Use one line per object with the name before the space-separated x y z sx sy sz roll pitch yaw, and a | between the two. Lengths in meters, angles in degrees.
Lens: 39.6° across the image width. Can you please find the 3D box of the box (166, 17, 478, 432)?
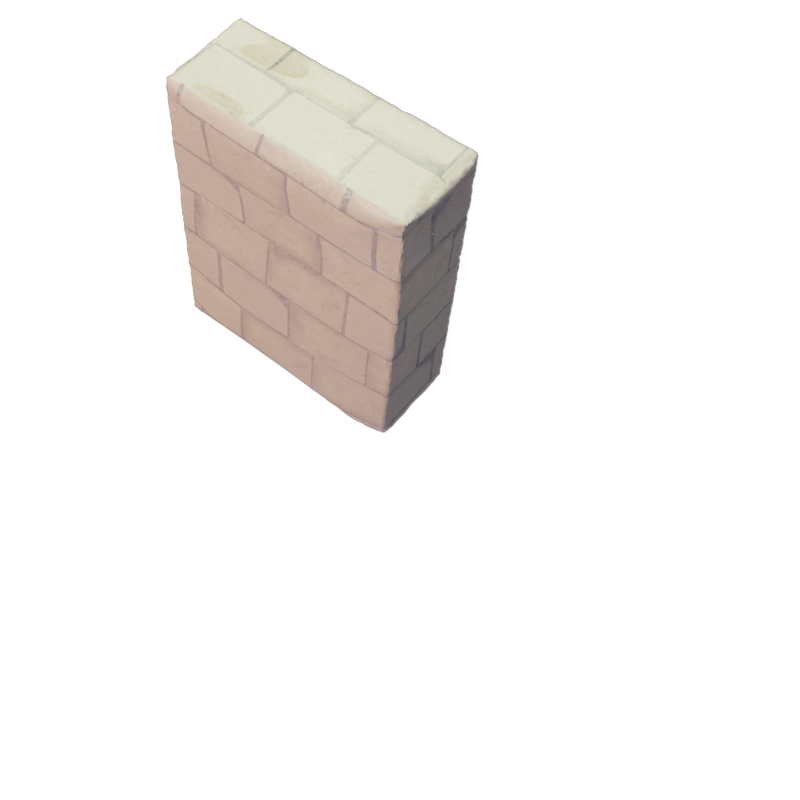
box | -0.051 -0.093 0.652 0.172 0.073 0.200 35 -28 19
